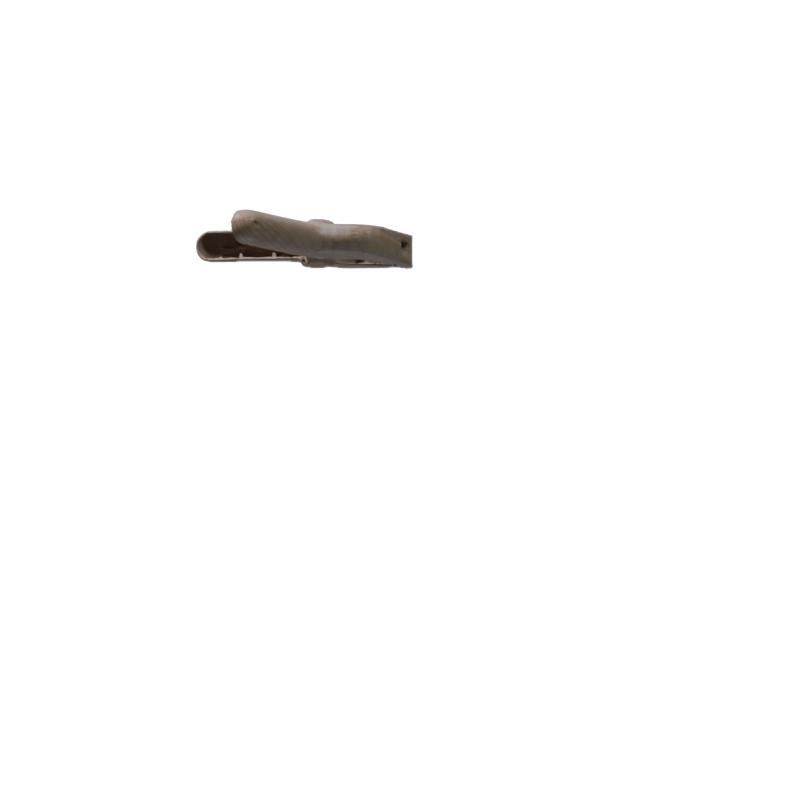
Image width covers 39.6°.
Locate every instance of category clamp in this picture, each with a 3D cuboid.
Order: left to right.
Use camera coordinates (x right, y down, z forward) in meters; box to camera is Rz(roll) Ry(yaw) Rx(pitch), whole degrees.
[{"bbox_3d":[-0.067,-0.122,0.851,0.169,0.039,0.122,-1,4,-12],"label":"clamp"}]
